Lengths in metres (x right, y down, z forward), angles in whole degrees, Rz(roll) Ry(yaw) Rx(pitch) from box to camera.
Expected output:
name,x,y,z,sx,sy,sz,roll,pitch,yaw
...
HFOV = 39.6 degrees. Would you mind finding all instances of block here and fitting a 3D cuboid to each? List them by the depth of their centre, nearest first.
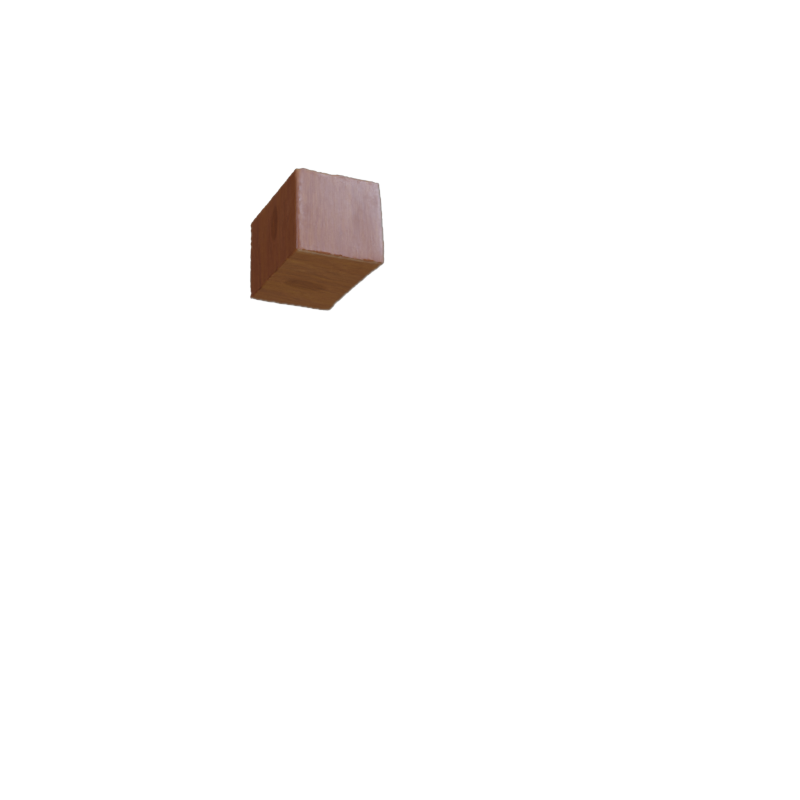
name,x,y,z,sx,sy,sz,roll,pitch,yaw
block,-0.050,-0.090,0.632,0.051,0.054,0.077,9,-22,-25
